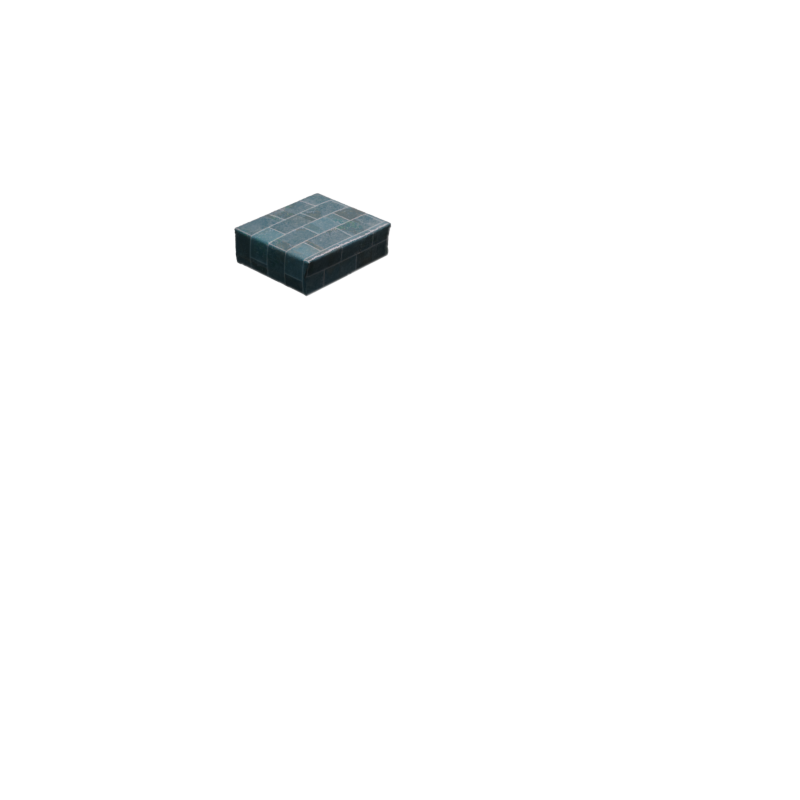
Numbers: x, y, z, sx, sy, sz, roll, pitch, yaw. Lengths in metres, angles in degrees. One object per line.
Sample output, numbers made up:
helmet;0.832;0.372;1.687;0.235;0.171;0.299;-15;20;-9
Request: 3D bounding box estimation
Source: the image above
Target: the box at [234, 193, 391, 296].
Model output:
box;-0.077;-0.141;0.985;0.095;0.036;0.114;25;41;32
